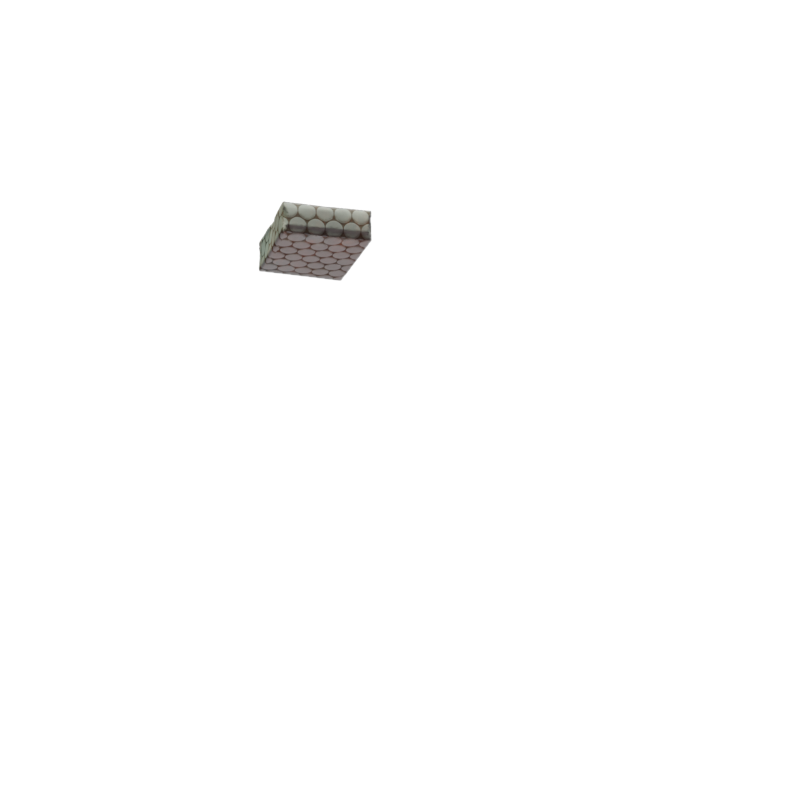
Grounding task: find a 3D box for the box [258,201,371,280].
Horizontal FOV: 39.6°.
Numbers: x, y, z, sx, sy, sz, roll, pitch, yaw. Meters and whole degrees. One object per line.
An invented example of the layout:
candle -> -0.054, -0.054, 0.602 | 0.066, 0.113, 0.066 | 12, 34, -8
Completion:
box -> -0.071, -0.129, 0.903 | 0.071, 0.032, 0.087 | 5, -17, -17
